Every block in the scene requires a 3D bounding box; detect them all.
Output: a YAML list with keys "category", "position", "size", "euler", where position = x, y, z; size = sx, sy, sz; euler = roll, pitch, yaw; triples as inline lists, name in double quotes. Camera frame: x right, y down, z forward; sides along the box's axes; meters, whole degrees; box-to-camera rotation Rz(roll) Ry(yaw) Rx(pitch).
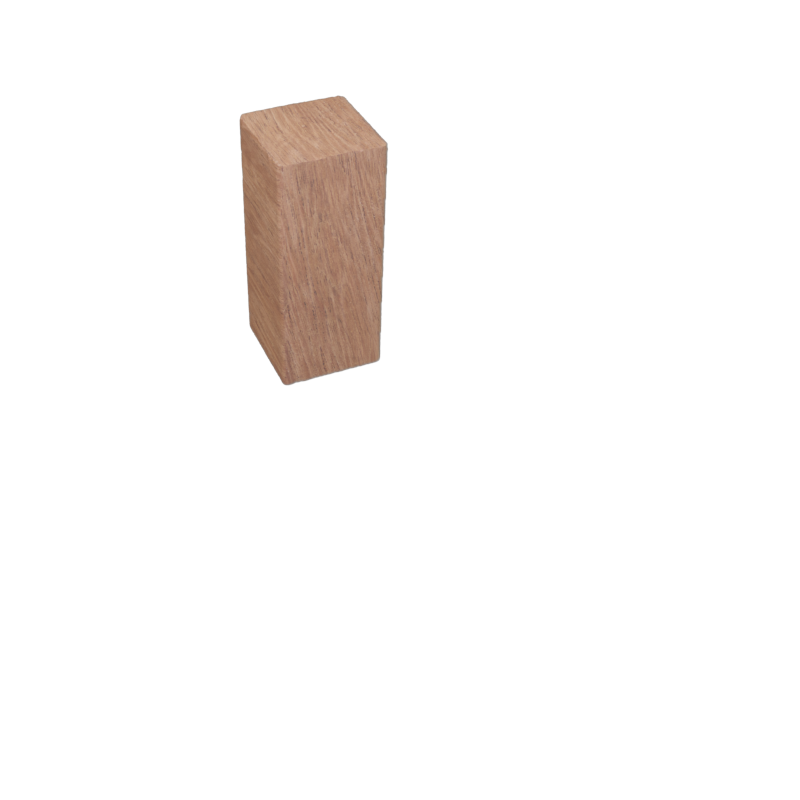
- category: "block"
  position: [-0.070, -0.127, 0.890]
  size: [0.089, 0.193, 0.098]
  euler: [-14, 40, -20]
